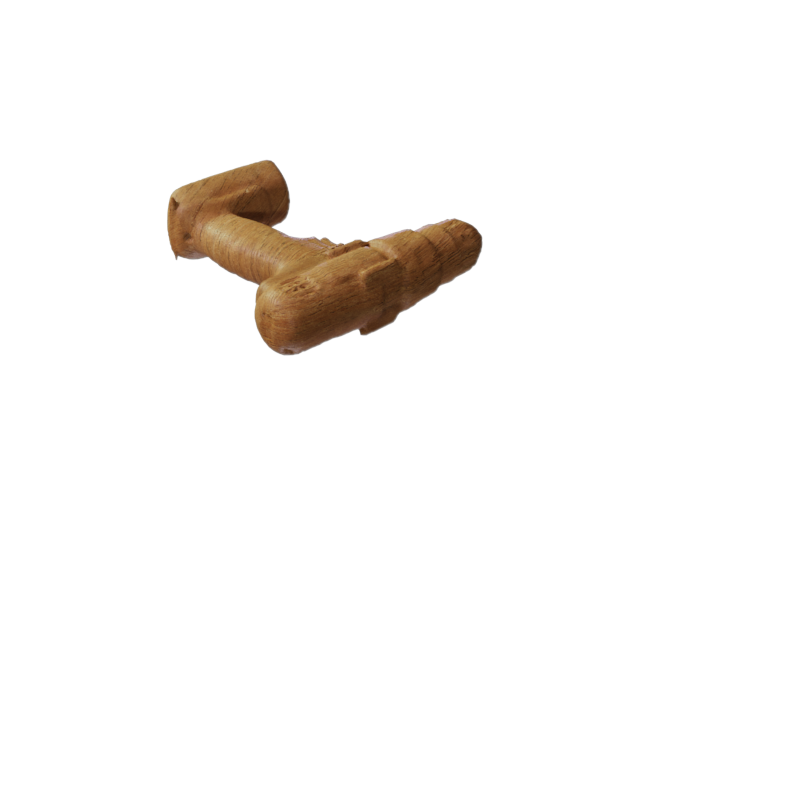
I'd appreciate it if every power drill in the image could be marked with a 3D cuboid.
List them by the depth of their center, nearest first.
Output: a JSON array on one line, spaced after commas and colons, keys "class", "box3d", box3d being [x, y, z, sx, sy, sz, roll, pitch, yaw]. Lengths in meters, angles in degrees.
[{"class": "power drill", "box3d": [-0.061, -0.112, 0.782, 0.183, 0.054, 0.201, -25, 40, -34]}]
